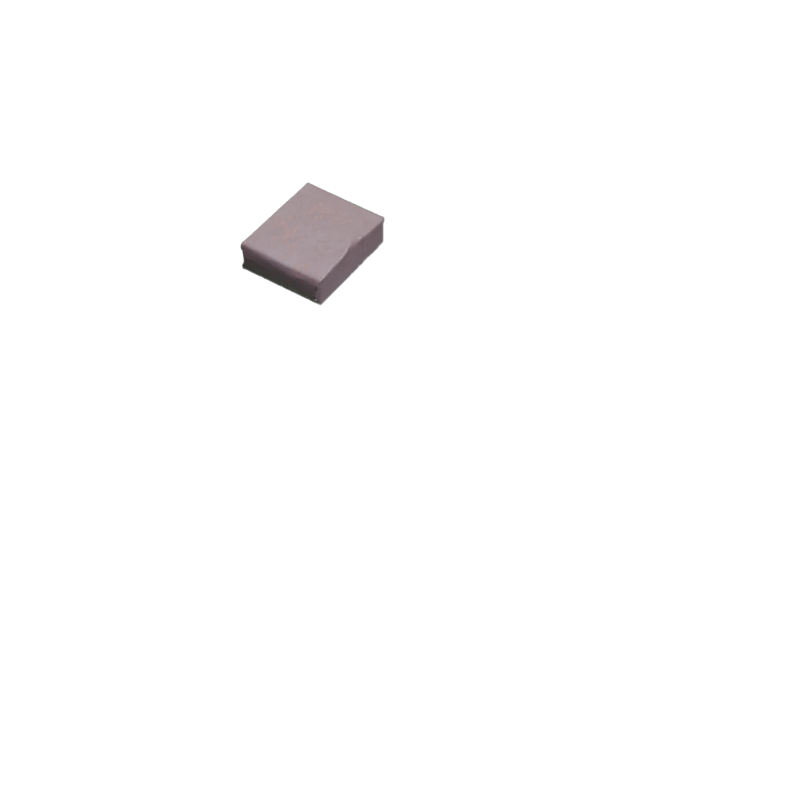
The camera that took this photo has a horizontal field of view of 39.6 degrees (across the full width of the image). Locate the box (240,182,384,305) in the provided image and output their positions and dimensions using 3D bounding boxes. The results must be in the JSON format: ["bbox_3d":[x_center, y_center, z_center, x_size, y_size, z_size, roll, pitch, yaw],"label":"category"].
[{"bbox_3d":[-0.066,-0.120,0.838,0.077,0.028,0.091,26,51,22],"label":"box"}]
